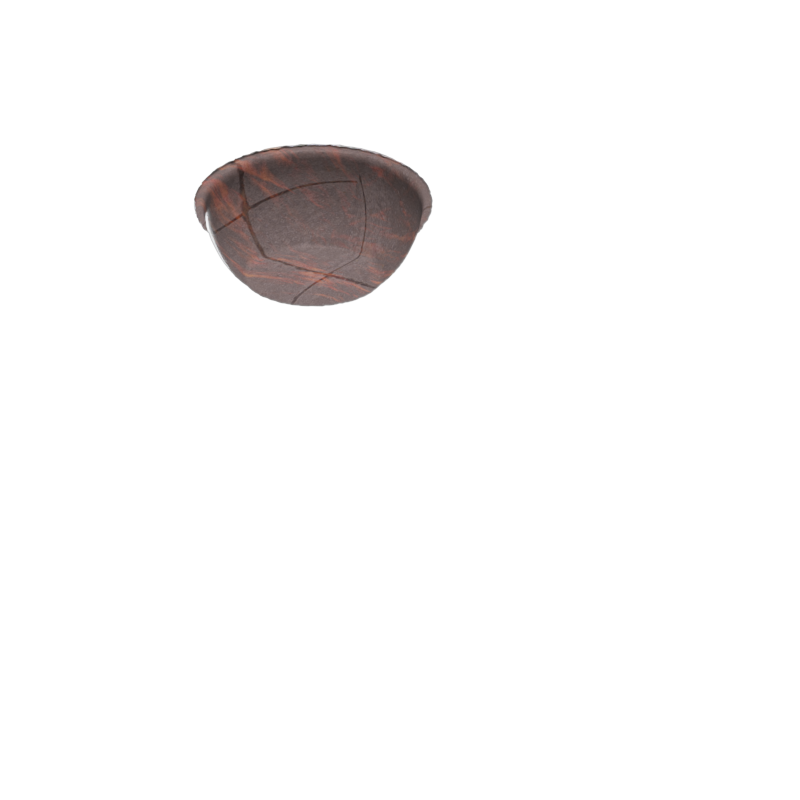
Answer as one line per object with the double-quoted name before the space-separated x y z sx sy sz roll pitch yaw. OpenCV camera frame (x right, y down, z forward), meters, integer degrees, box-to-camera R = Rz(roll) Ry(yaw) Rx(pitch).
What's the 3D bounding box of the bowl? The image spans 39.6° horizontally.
"bowl" -0.058 -0.106 0.739 0.162 0.058 0.154 1 -21 -2
